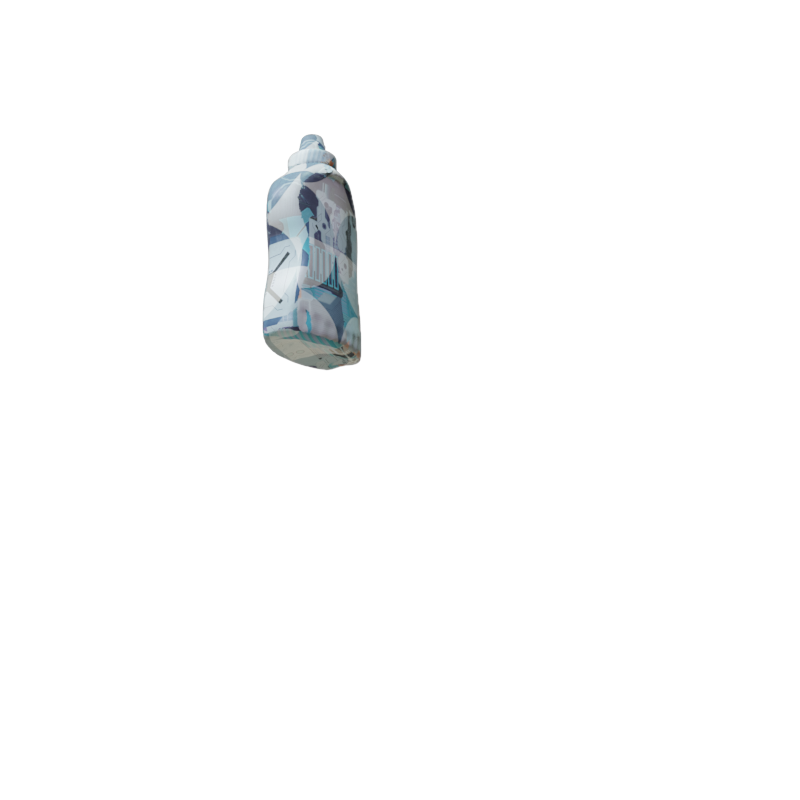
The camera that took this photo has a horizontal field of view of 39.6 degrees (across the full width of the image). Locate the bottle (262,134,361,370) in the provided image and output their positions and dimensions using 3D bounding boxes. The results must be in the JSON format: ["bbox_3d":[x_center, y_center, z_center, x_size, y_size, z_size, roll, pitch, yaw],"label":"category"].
[{"bbox_3d":[-0.070,-0.128,0.894,0.059,0.202,0.090,-16,-26,31],"label":"bottle"}]
